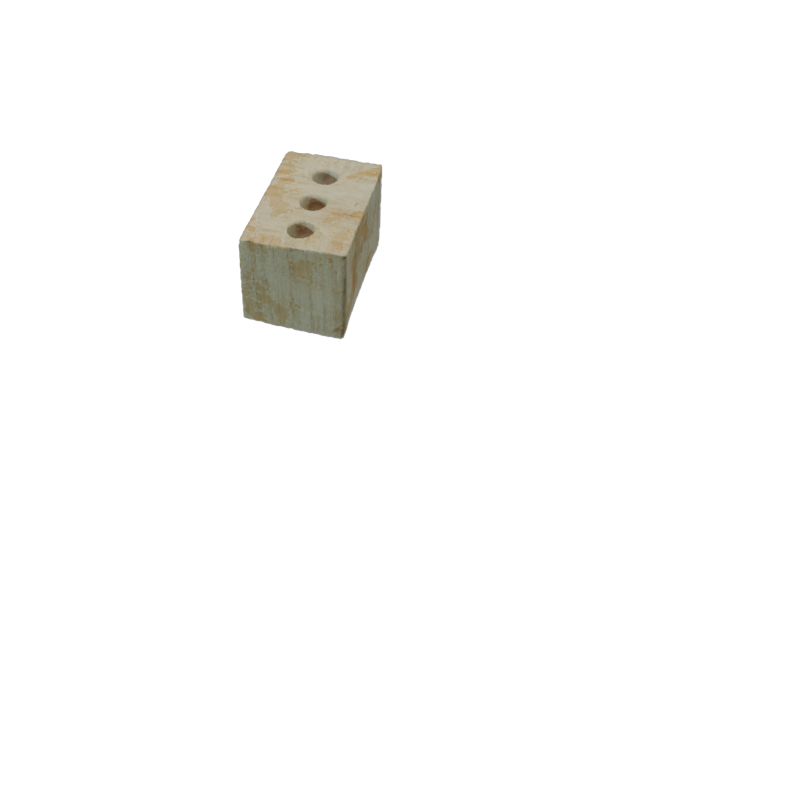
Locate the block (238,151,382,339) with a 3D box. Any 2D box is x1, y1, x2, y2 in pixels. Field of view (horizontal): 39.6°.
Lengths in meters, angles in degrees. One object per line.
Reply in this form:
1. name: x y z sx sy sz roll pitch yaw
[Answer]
1. block: -0.043 -0.078 0.549 0.054 0.048 0.082 10 44 8
